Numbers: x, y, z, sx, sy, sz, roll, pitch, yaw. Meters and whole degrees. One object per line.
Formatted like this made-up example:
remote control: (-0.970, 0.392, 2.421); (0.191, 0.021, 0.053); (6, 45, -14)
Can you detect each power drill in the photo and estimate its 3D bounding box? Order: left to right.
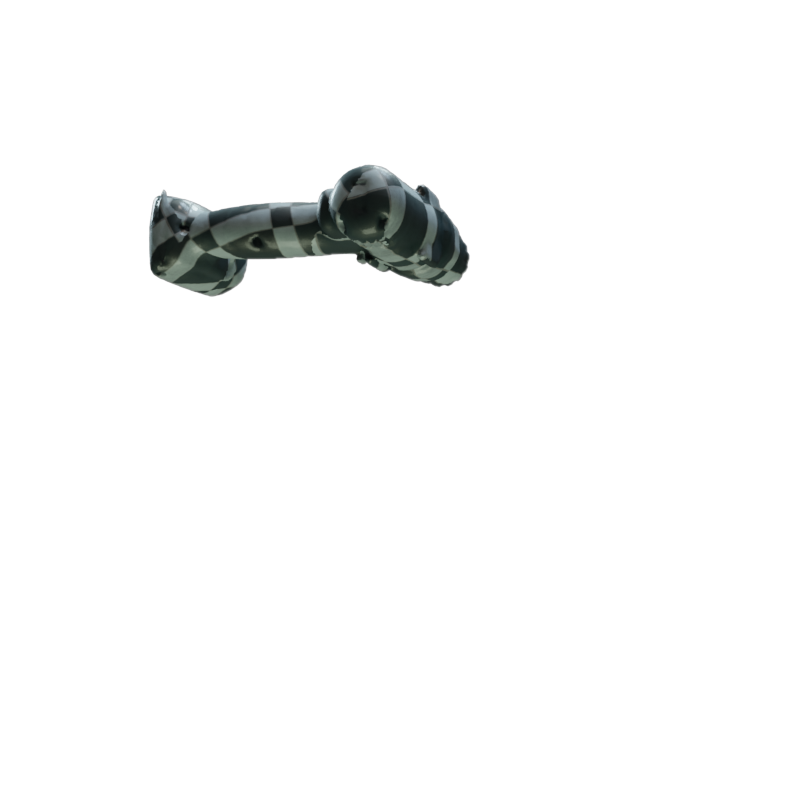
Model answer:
power drill: (-0.058, -0.106, 0.743); (0.192, 0.059, 0.175); (-4, -10, 20)
